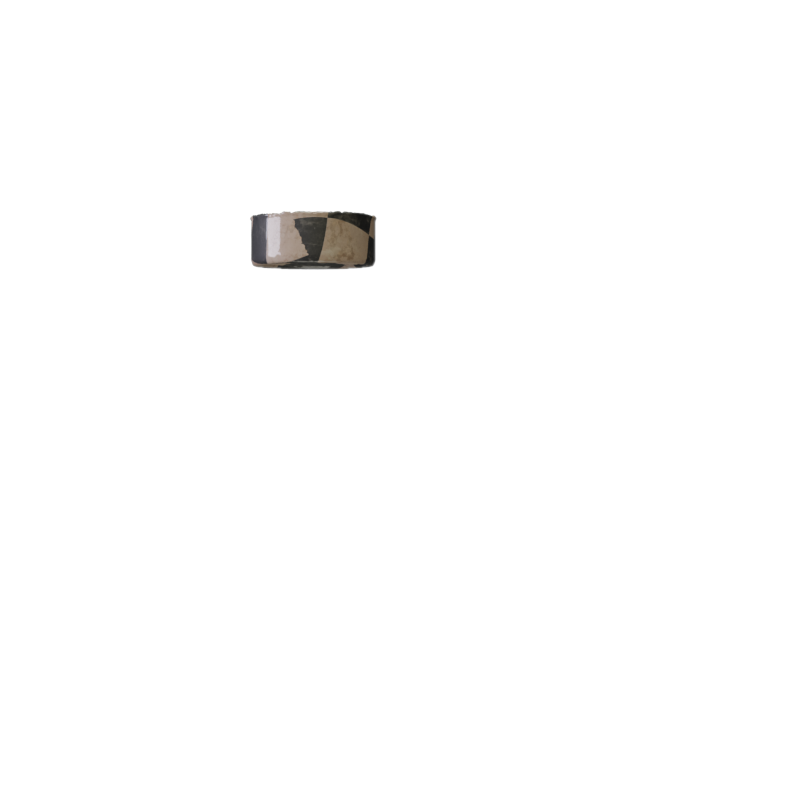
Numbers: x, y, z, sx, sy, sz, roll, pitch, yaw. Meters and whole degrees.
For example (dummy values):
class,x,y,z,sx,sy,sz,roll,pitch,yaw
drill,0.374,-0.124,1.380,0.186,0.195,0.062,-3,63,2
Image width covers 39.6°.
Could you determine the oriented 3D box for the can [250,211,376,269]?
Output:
class,x,y,z,sx,sy,sz,roll,pitch,yaw
can,-0.059,-0.107,0.752,0.086,0.034,0.086,0,2,-2
